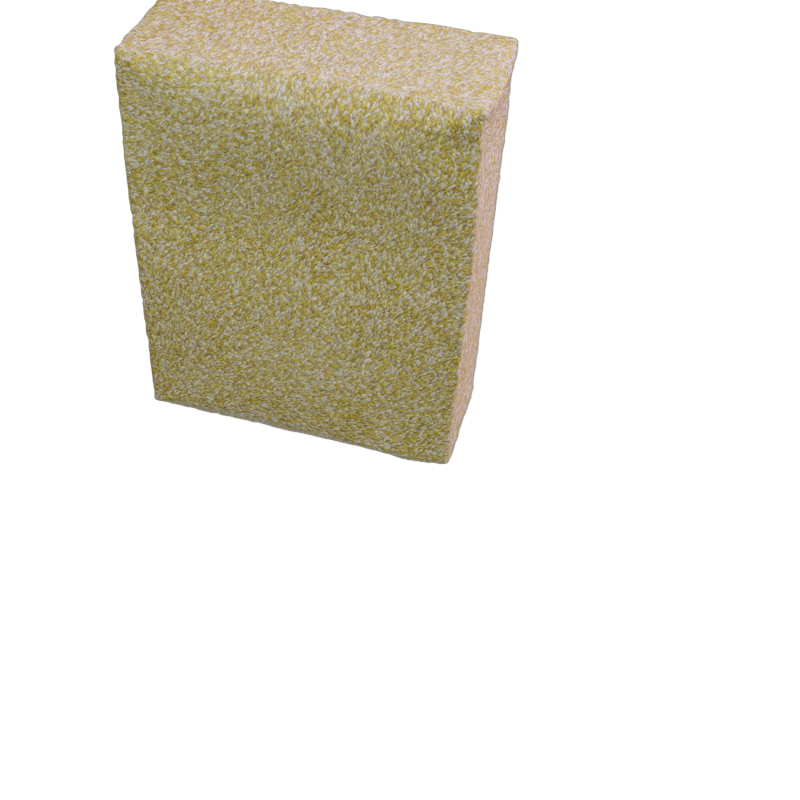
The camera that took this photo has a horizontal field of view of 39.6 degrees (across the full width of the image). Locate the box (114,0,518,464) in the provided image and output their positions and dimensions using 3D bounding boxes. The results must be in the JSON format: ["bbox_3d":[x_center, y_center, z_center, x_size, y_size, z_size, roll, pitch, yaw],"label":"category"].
[{"bbox_3d":[-0.041,-0.076,0.529,0.168,0.199,0.075,13,43,12],"label":"box"}]
